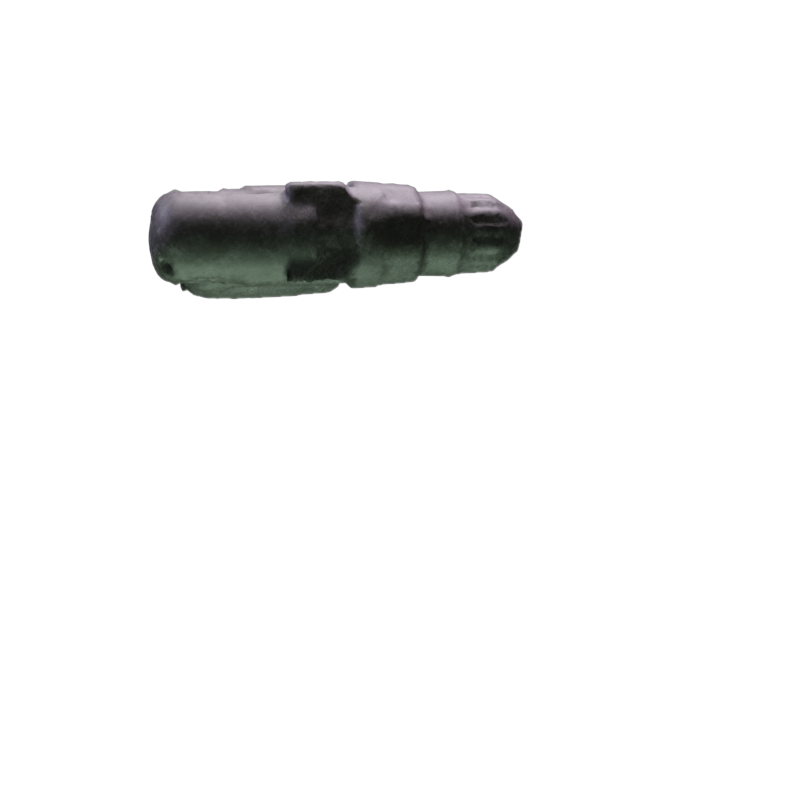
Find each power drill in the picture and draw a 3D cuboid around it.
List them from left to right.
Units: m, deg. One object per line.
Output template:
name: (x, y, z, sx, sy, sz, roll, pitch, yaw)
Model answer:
power drill: (-0.048, -0.087, 0.608, 0.181, 0.058, 0.190, -1, 2, -13)
